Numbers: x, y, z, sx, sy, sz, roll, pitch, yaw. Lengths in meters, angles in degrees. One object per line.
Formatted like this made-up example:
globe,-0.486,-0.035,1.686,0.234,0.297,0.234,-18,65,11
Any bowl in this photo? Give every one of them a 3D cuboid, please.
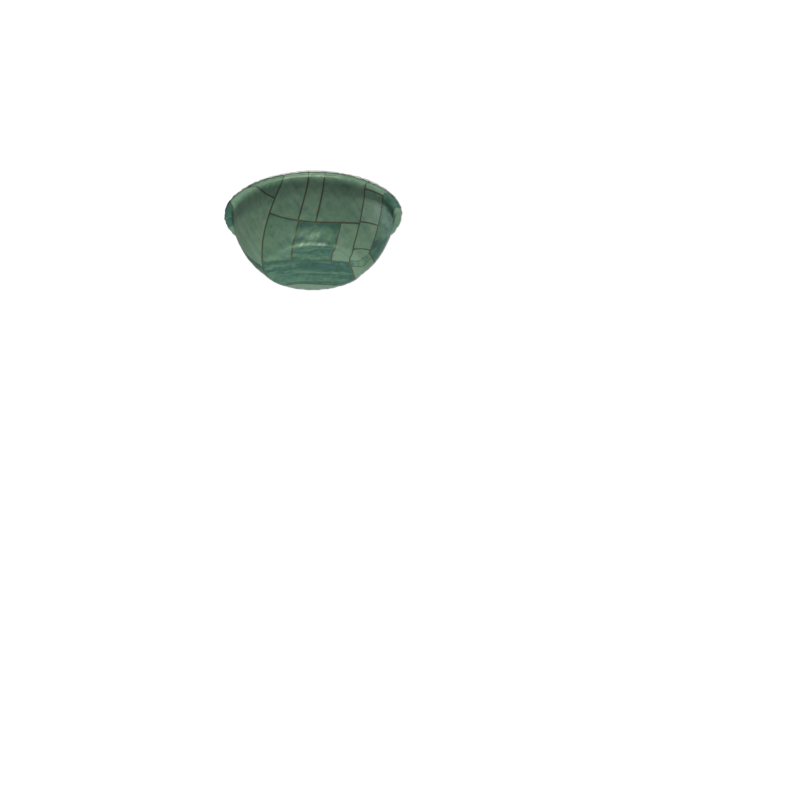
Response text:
bowl,-0.078,-0.142,0.997,0.162,0.058,0.154,1,-22,-2
